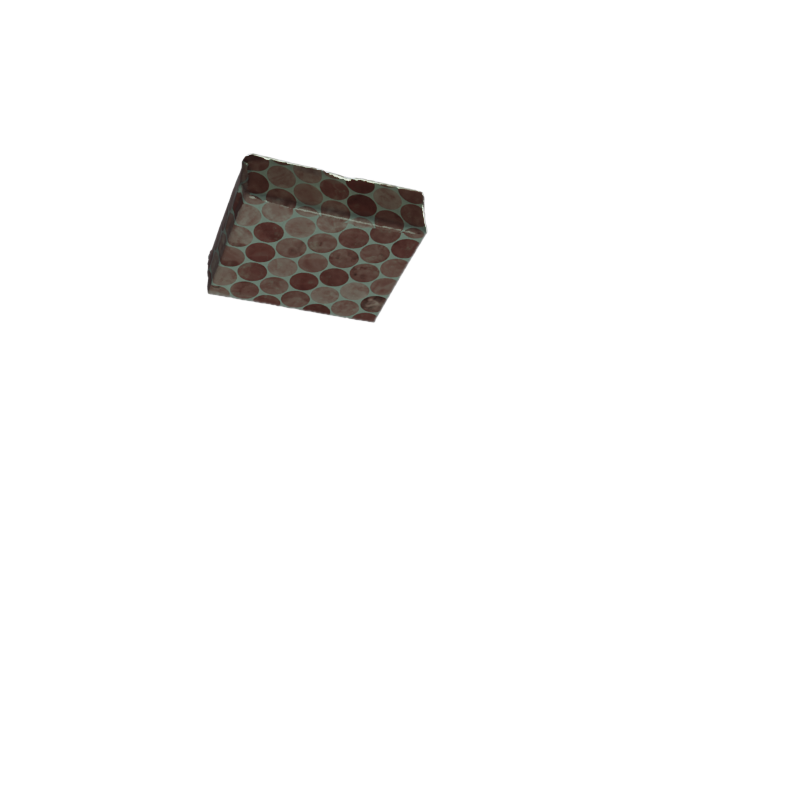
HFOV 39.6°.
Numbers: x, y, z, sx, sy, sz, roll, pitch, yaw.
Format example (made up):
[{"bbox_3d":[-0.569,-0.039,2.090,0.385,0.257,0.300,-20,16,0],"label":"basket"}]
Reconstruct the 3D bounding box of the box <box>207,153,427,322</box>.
[{"bbox_3d":[-0.042,-0.076,0.529,0.087,0.032,0.070,11,-38,-15],"label":"box"}]
